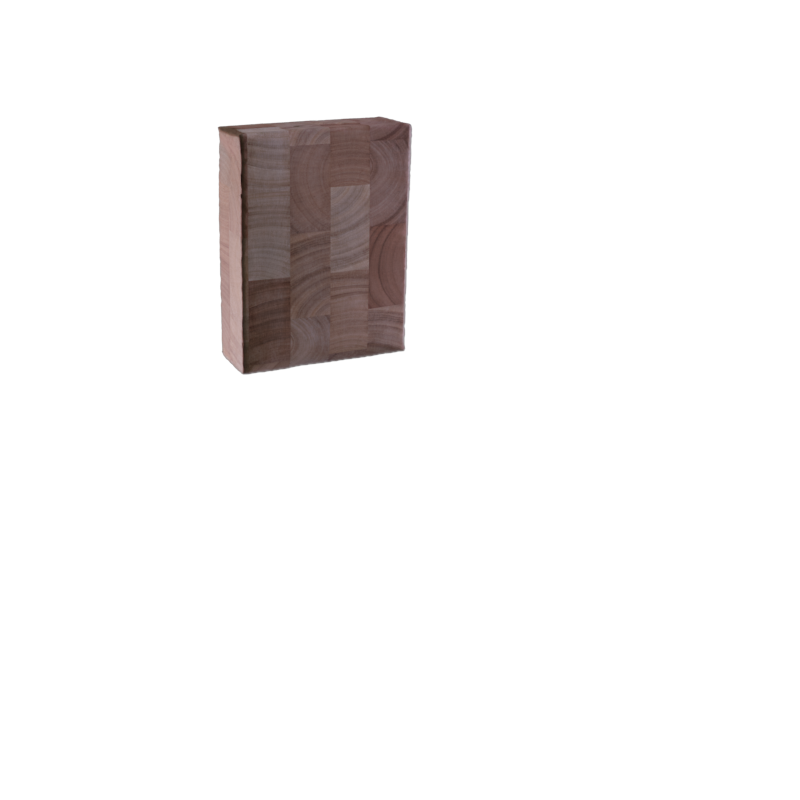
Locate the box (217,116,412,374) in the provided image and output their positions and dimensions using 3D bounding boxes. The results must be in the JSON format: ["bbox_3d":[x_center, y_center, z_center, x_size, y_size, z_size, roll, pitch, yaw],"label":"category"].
[{"bbox_3d":[-0.078,-0.142,0.996,0.160,0.207,0.076,-7,17,-25],"label":"box"}]
